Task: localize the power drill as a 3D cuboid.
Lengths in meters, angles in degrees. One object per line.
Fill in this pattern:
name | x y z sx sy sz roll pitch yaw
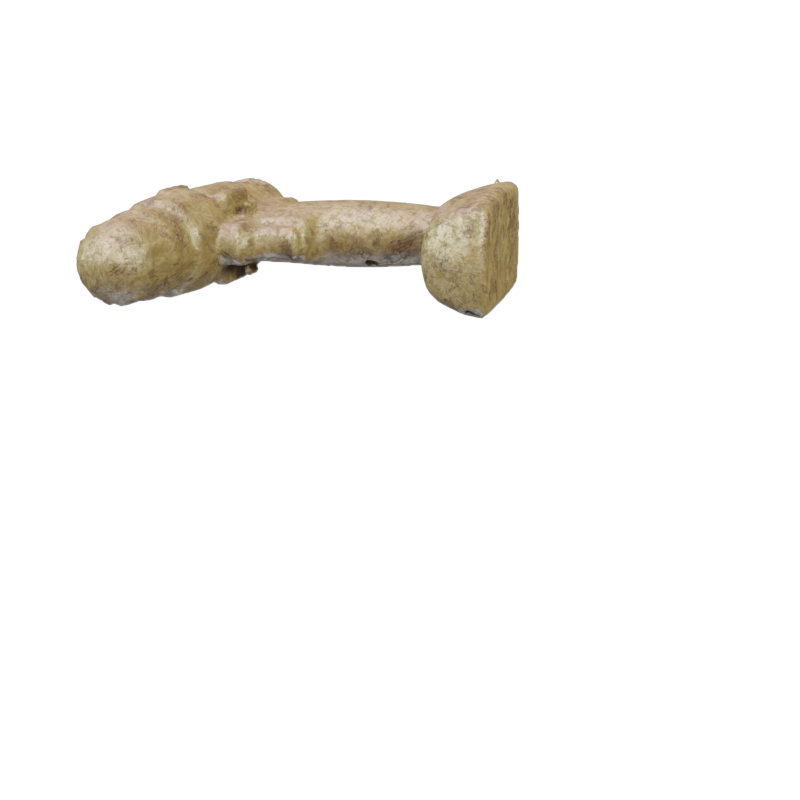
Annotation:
power drill | -0.043 -0.078 0.548 0.193 0.055 0.186 6 19 17
